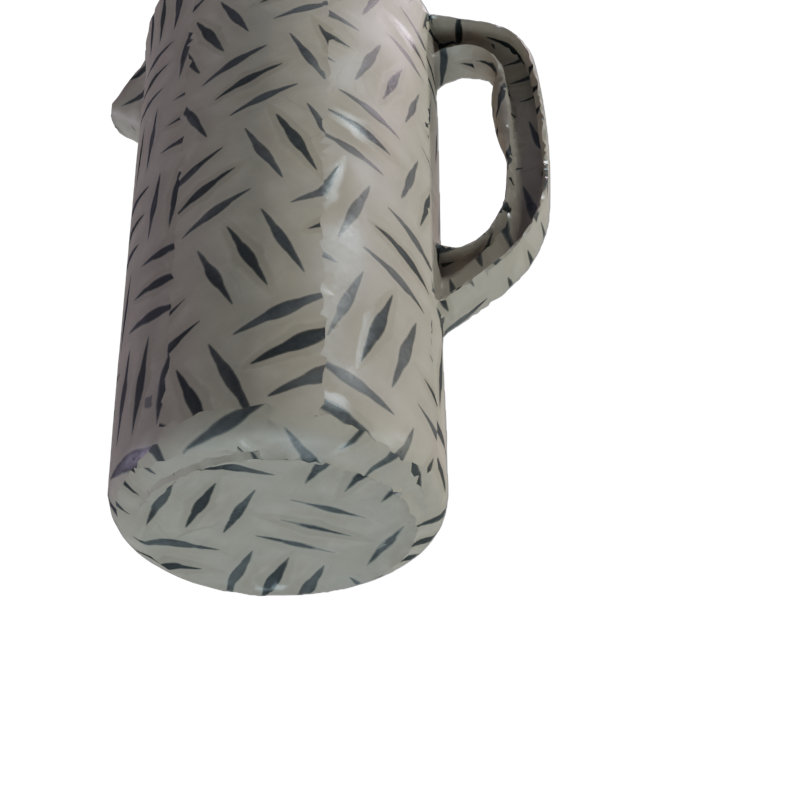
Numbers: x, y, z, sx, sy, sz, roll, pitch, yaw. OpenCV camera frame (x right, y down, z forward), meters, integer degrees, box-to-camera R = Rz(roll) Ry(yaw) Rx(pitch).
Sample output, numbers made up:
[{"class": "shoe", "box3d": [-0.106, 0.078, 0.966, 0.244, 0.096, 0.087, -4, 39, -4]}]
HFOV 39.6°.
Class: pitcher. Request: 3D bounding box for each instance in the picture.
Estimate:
[{"class": "pitcher", "box3d": [-0.033, -0.061, 0.424, 0.138, 0.261, 0.146, 22, -45, -27]}]
